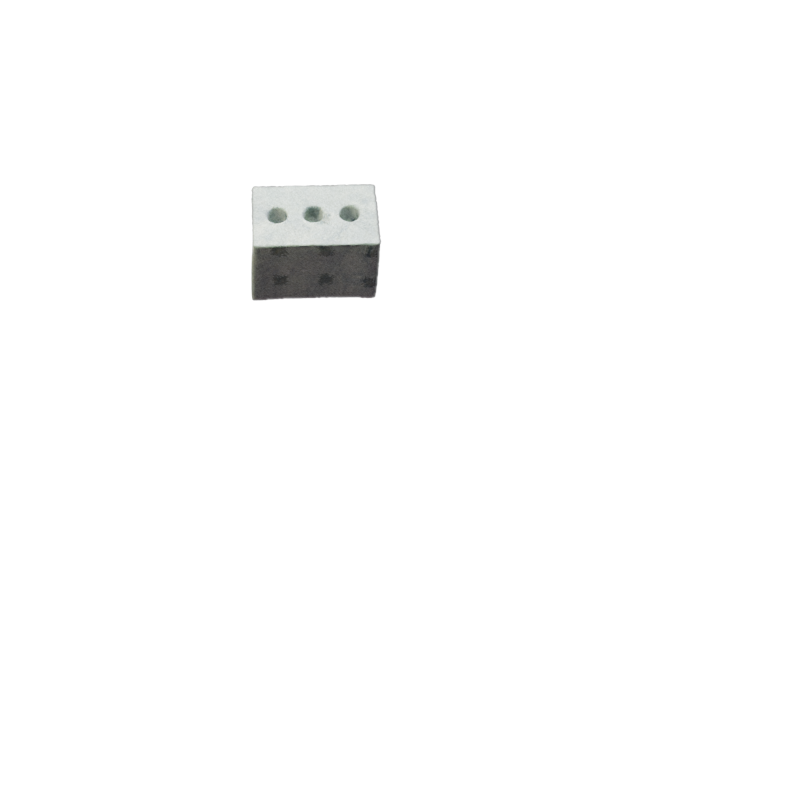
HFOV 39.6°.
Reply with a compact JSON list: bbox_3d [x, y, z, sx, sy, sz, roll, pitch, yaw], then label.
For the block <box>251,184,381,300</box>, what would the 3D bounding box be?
[{"bbox_3d":[-0.054,-0.098,0.684,0.078,0.057,0.048,-2,-38,-3],"label":"block"}]
